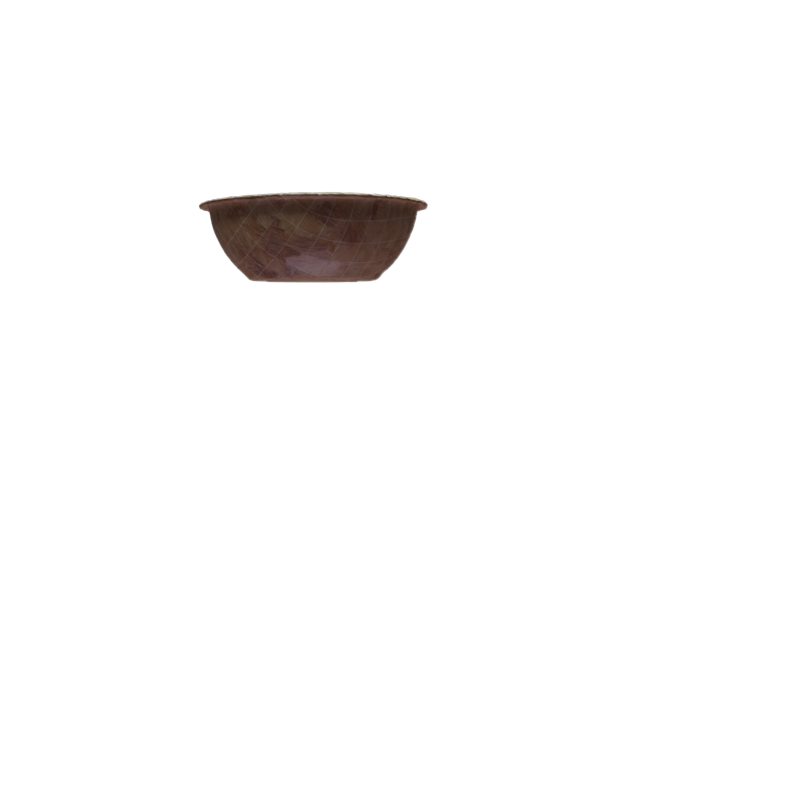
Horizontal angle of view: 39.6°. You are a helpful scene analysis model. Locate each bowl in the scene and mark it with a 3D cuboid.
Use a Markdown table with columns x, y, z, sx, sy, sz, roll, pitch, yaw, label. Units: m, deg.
| x | y | z | sx | sy | sz | roll | pitch | yaw | label |
| --- | --- | --- | --- | --- | --- | --- | --- | --- | --- |
| -0.061 | -0.112 | 0.783 | 0.162 | 0.055 | 0.162 | 0 | 3 | -2 | bowl |
